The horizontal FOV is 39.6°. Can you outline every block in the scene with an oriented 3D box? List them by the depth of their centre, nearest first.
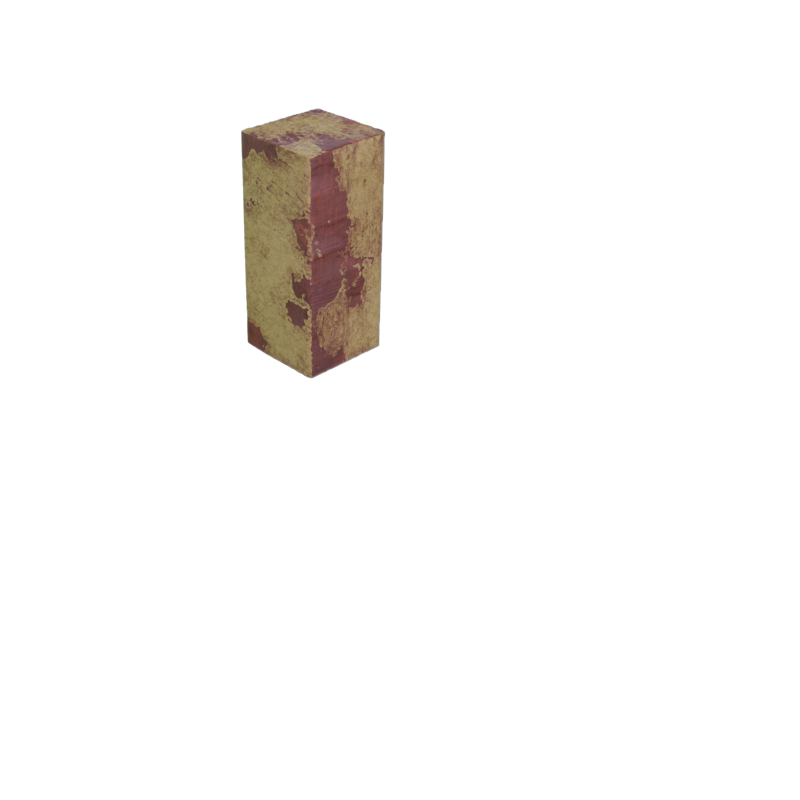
[{"bbox_3d":[-0.076,-0.138,0.971,0.090,0.195,0.096,-23,36,-39],"label":"block"}]
